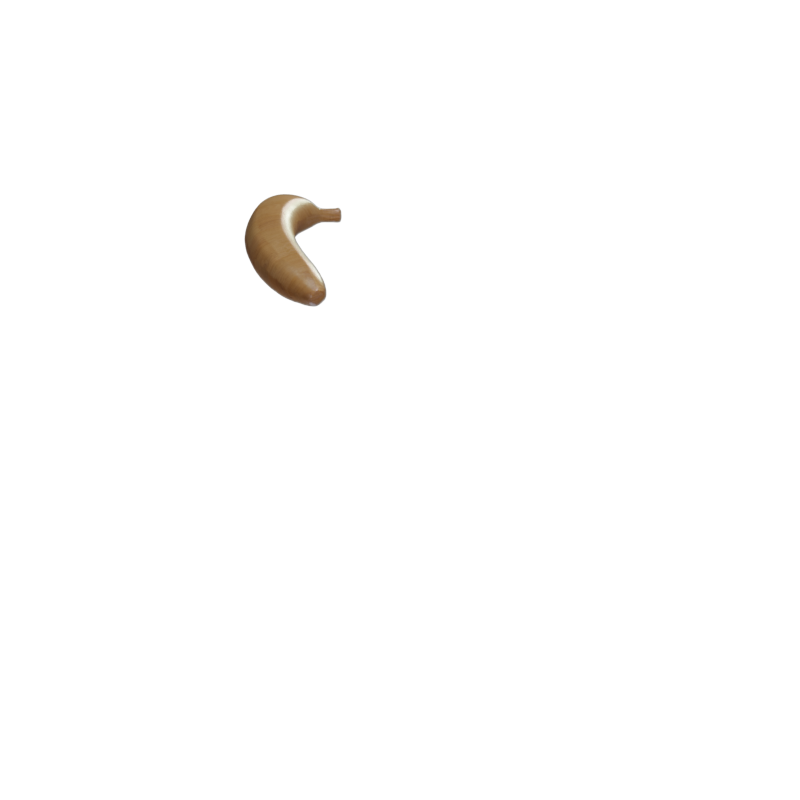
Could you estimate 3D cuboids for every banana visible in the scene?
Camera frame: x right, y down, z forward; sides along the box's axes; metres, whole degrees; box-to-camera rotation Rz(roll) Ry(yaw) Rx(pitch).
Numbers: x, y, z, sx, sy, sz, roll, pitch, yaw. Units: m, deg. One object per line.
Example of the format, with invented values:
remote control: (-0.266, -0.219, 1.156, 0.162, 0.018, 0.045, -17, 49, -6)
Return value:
banana: (-0.083, -0.121, 0.833, 0.070, 0.035, 0.208, 1, 27, 1)
